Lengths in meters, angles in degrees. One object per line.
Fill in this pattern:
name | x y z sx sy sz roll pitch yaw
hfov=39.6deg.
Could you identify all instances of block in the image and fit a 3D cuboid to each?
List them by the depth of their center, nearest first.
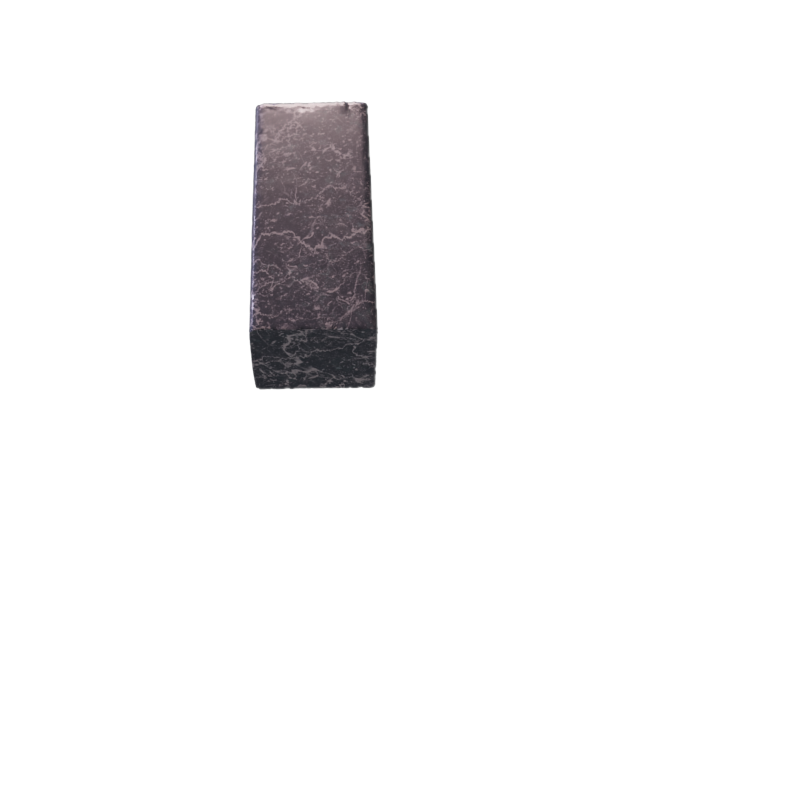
block | -0.067 -0.121 0.847 0.091 0.220 0.084 -1 -32 -2
